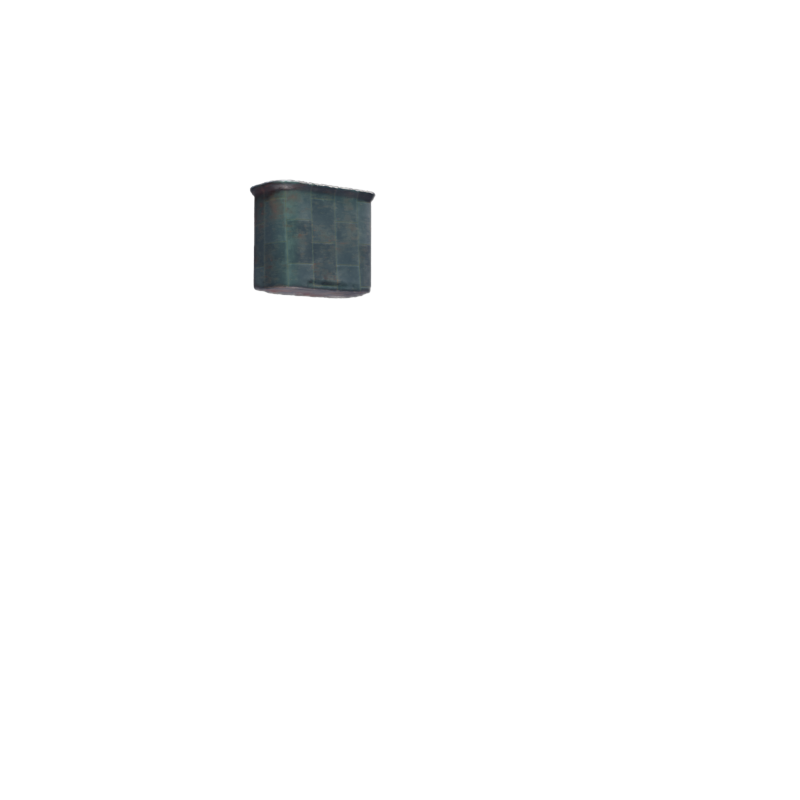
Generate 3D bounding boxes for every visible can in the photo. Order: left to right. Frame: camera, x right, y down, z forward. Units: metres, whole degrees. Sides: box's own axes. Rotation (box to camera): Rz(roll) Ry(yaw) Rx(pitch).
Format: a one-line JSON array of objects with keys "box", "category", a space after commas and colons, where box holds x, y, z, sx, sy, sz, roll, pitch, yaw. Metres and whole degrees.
[{"box": [-0.070, -0.127, 0.889, 0.098, 0.085, 0.059, 3, -6, -37], "category": "can"}]
